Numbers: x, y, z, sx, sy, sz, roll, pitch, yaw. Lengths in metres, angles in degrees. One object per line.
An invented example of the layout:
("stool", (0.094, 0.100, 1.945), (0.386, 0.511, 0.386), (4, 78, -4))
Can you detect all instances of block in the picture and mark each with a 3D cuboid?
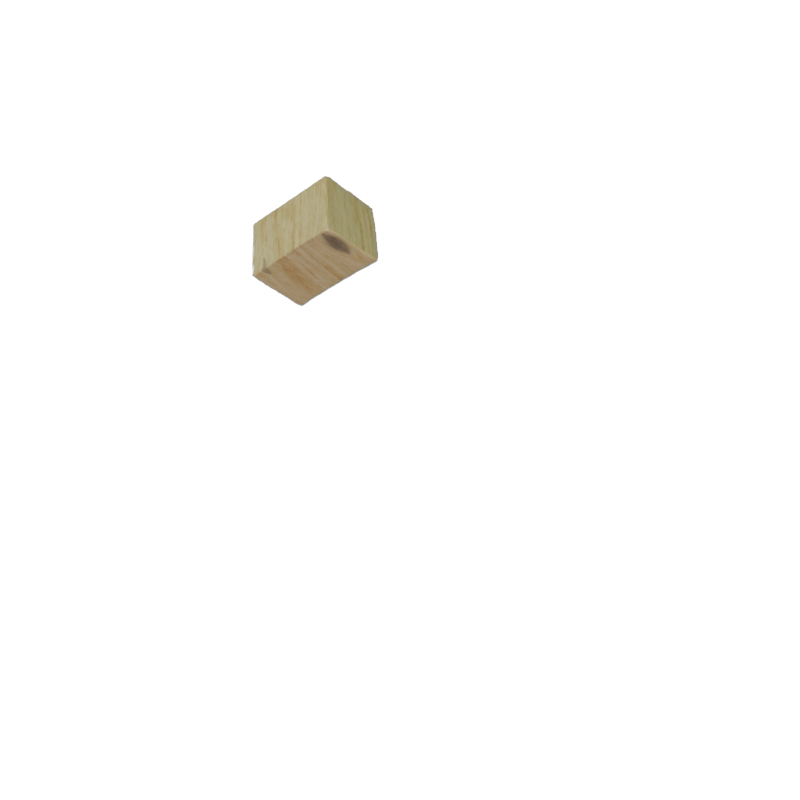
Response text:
("block", (-0.063, -0.114, 0.799), (0.078, 0.055, 0.049), (-28, -43, 32))
